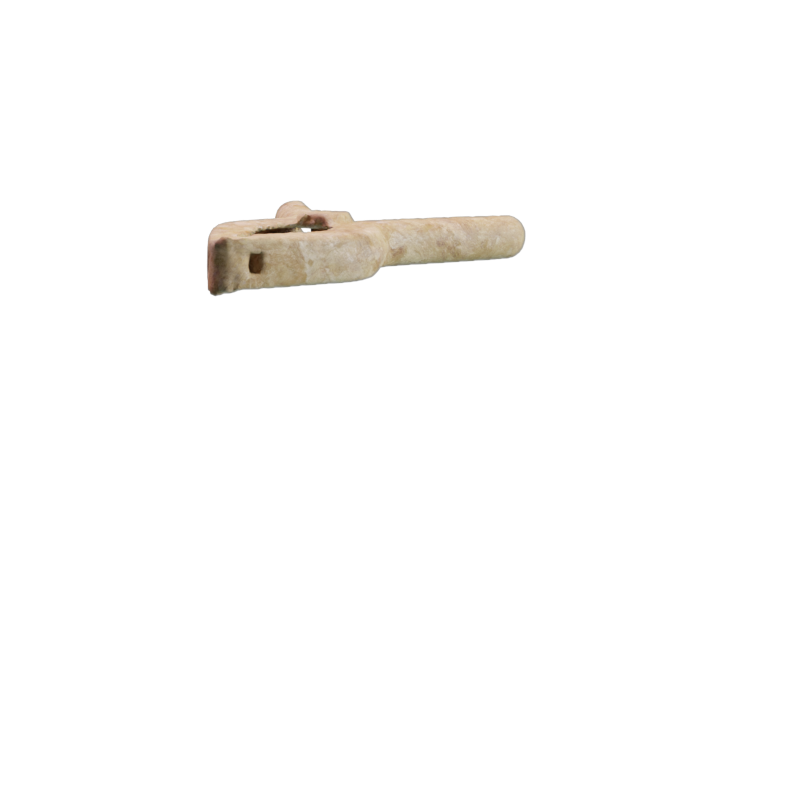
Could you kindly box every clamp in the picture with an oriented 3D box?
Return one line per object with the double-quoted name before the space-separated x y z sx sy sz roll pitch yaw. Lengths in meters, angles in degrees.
"clamp" -0.048 -0.088 0.614 0.172 0.035 0.206 10 18 33
